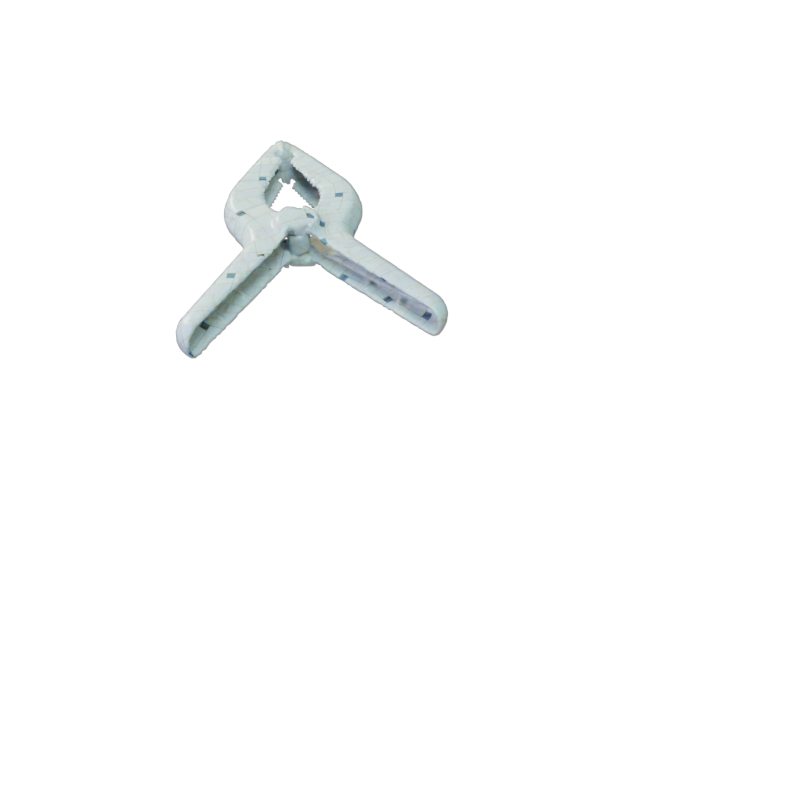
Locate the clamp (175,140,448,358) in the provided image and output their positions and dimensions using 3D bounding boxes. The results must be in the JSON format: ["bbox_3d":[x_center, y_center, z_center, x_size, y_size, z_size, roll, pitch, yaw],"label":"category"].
[{"bbox_3d":[-0.058,-0.105,0.738,0.164,0.034,0.225,-1,42,-2],"label":"clamp"}]
